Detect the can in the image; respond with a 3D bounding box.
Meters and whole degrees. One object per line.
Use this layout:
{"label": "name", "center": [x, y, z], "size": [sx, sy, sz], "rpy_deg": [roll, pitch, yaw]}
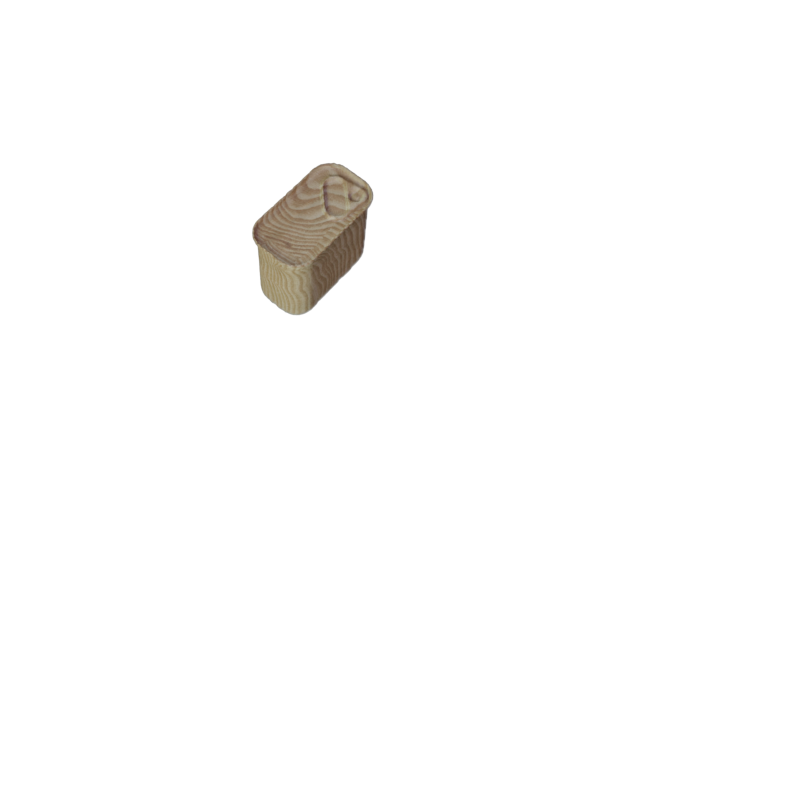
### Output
{"label": "can", "center": [-0.070, -0.128, 0.899], "size": [0.060, 0.104, 0.079], "rpy_deg": [36, -24, 15]}
